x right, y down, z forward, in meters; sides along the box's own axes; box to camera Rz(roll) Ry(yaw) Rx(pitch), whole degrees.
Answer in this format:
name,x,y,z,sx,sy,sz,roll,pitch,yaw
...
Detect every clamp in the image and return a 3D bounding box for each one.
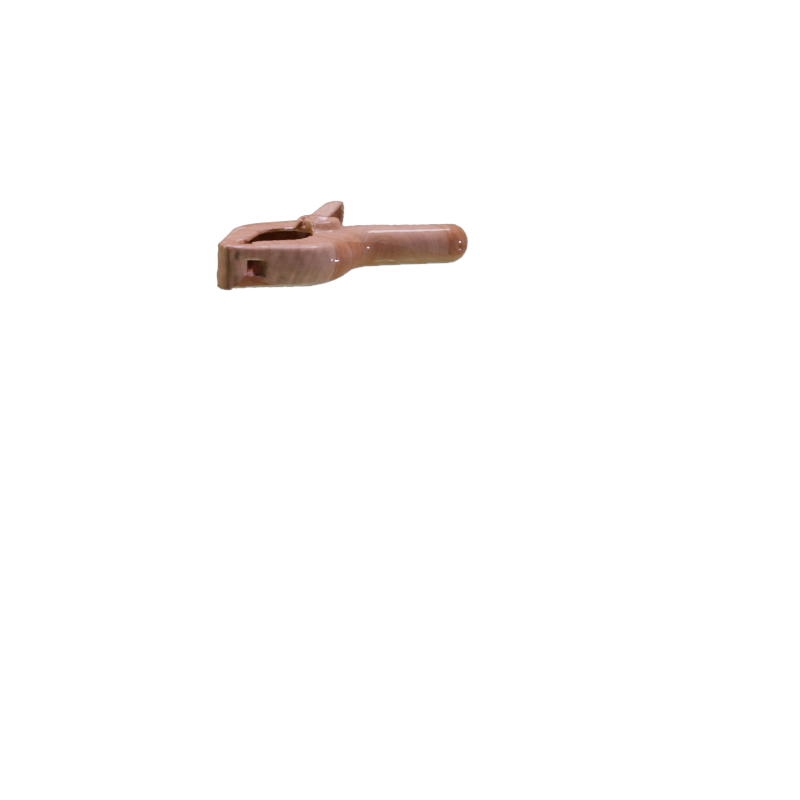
name,x,y,z,sx,sy,sz,roll,pitch,yaw
clamp,-0.055,-0.101,0.704,0.167,0.038,0.127,-12,19,-39
